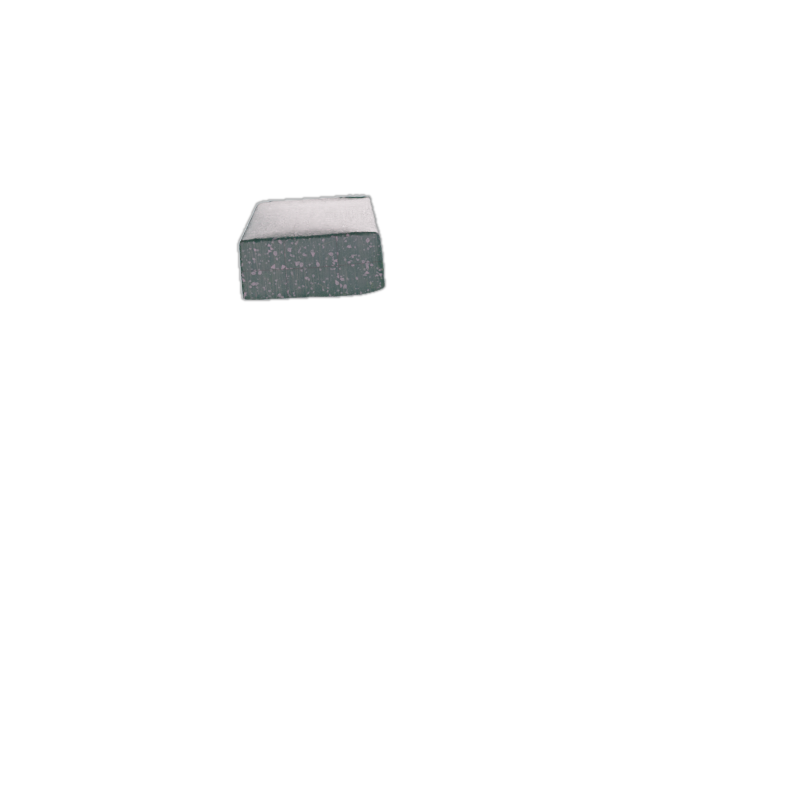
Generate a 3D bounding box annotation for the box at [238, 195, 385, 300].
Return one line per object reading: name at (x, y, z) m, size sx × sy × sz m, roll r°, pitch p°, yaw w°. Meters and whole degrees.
box at (-0.062, -0.113, 0.789) m, size 0.093 × 0.046 × 0.183 m, roll -4°, pitch 20°, yaw -2°
